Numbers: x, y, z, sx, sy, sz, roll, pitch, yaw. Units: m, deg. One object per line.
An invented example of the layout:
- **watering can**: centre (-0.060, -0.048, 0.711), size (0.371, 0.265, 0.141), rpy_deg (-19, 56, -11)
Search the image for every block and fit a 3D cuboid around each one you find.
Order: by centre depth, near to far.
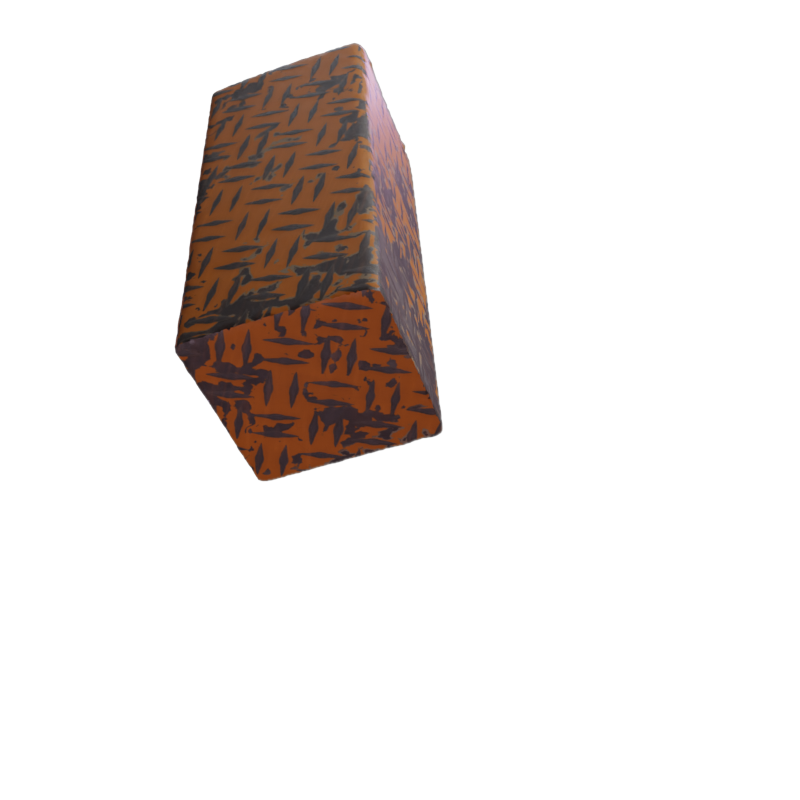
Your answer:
- **block**: centre (-0.042, -0.078, 0.542), size (0.091, 0.084, 0.221), rpy_deg (-17, 40, 11)
